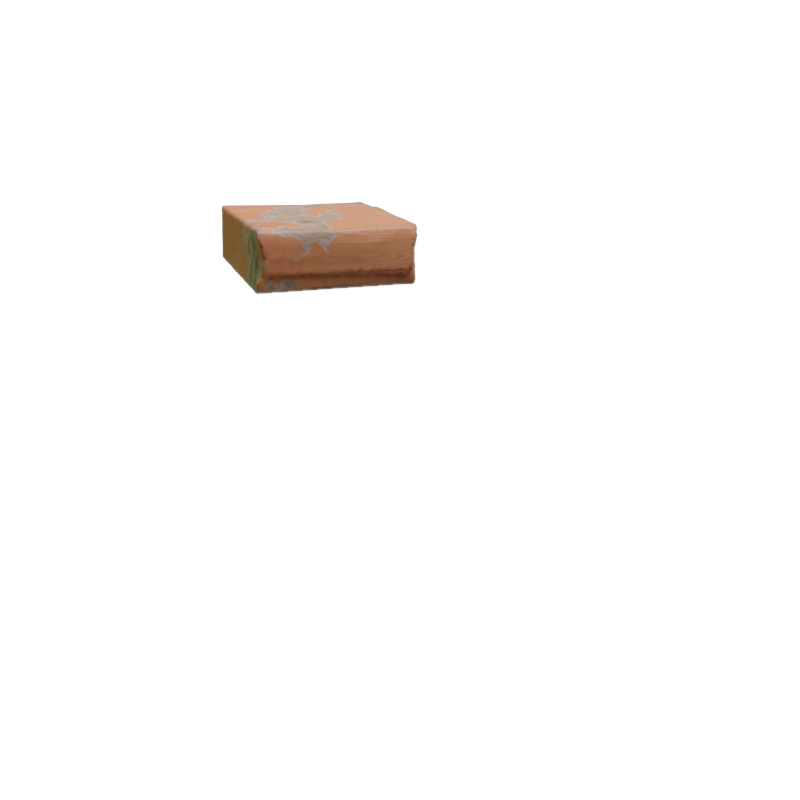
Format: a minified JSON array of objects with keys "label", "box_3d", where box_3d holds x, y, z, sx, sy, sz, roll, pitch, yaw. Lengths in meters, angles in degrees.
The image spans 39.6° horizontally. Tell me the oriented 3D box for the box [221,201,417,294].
[{"label":"box","box_3d":[-0.040,-0.074,0.518,0.072,0.029,0.094,-4,17,-16]}]
